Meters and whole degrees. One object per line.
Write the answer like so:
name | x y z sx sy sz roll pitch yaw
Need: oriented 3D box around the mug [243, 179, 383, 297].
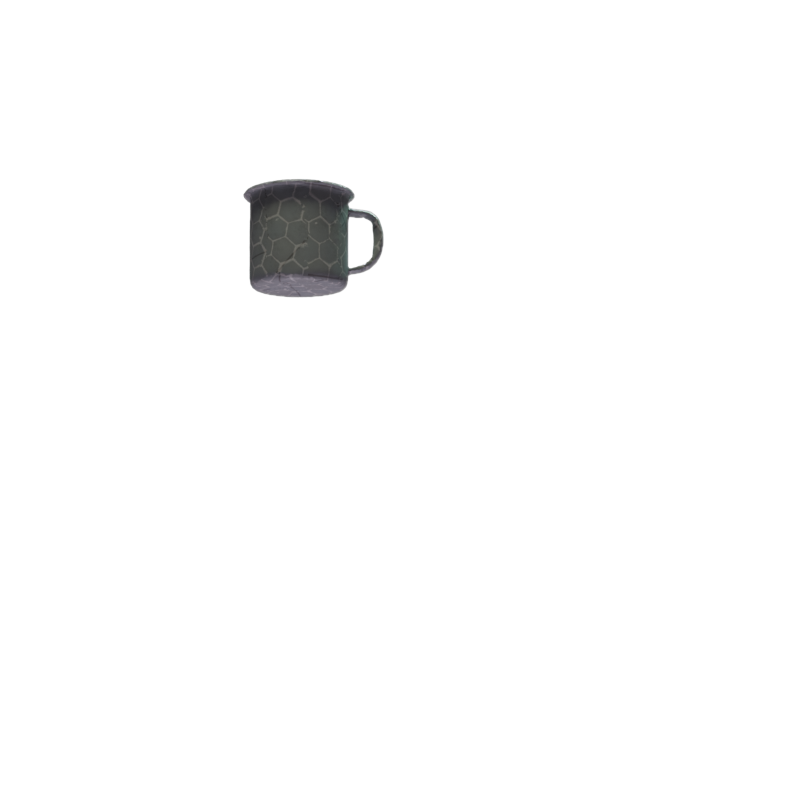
mug | -0.072 -0.132 0.922 0.116 0.084 0.091 1 -9 -6
